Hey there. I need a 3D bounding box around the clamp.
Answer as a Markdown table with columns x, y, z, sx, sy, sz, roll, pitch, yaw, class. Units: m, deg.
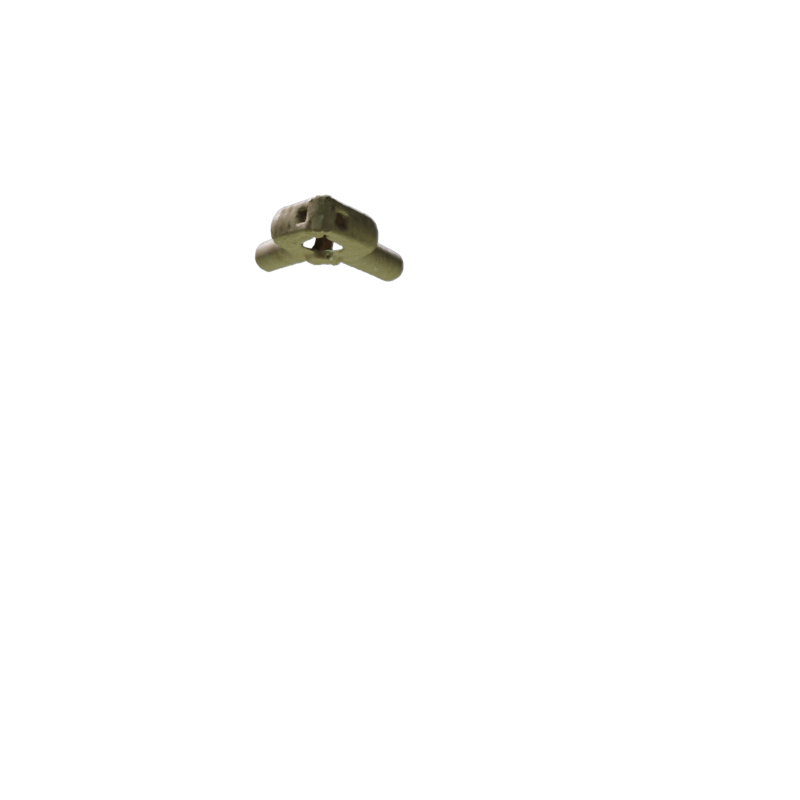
| x | y | z | sx | sy | sz | roll | pitch | yaw | class |
| --- | --- | --- | --- | --- | --- | --- | --- | --- | --- |
| -0.066 | -0.120 | 0.842 | 0.121 | 0.040 | 0.164 | -2 | -10 | 8 | clamp |
